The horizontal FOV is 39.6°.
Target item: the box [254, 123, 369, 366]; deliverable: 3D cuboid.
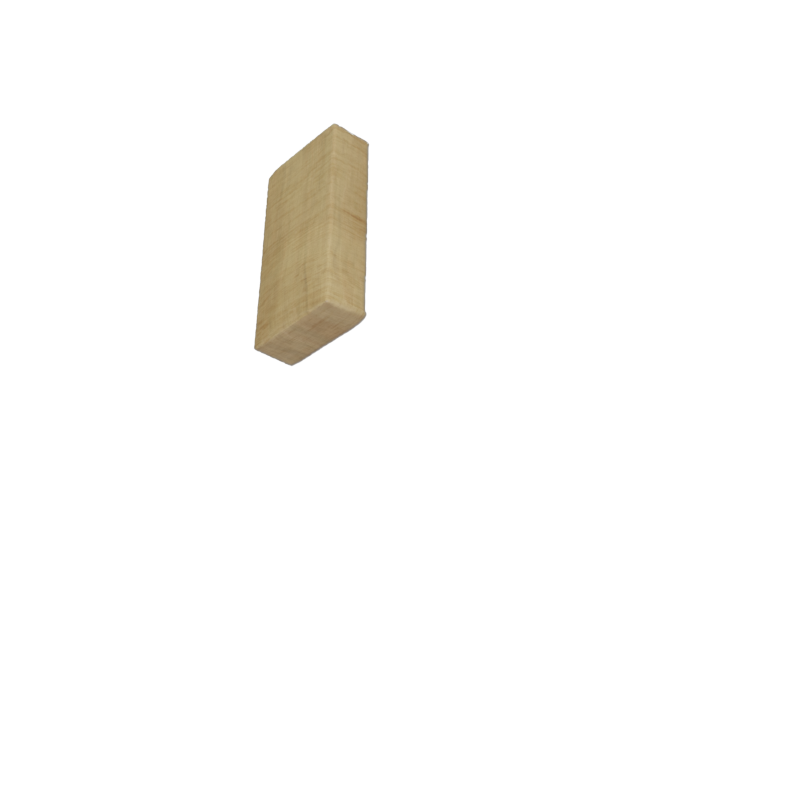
[{"bbox_3d":[-0.069,-0.126,0.882,0.045,0.188,0.093,25,-42,-35],"label":"box"}]
